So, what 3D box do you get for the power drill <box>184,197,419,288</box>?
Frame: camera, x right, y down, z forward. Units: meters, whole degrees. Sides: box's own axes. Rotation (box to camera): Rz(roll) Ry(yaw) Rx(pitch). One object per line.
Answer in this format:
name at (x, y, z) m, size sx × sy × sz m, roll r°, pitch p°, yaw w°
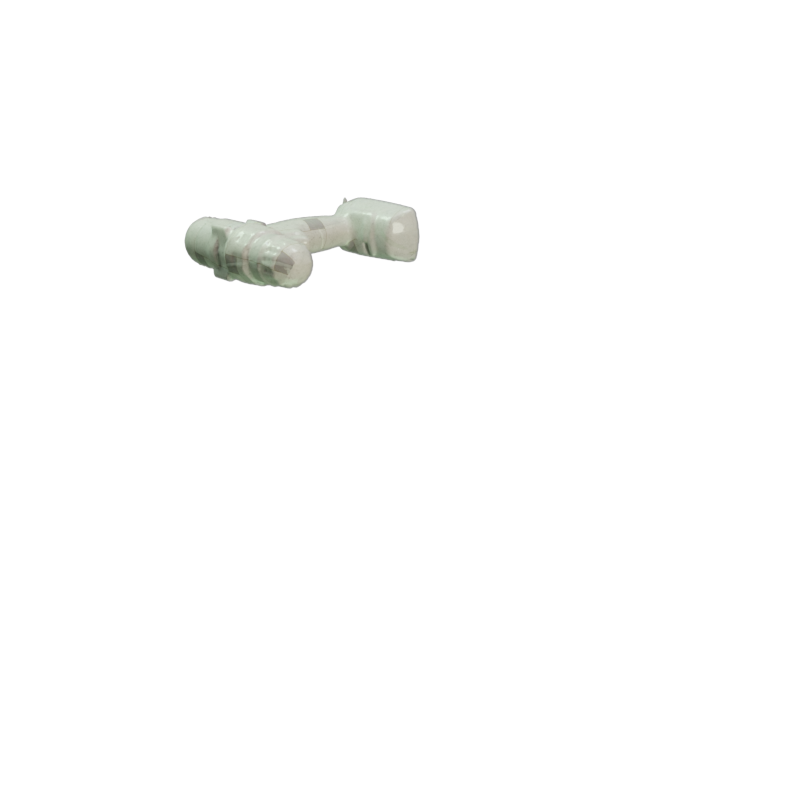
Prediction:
power drill at (-0.078, -0.142, 0.997) m, size 0.183 × 0.055 × 0.195 m, roll -11°, pitch 21°, yaw -32°
